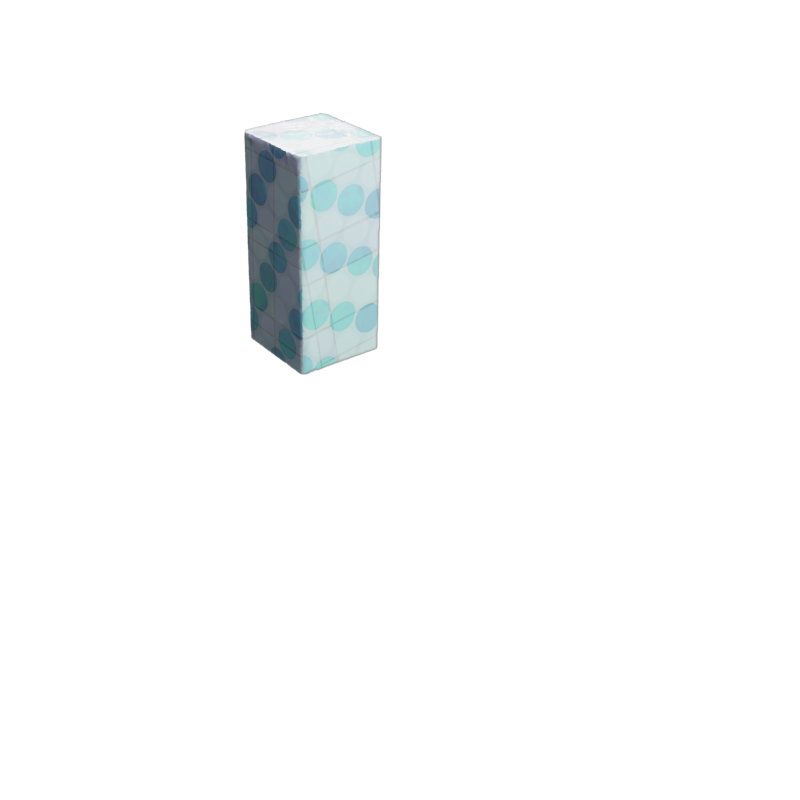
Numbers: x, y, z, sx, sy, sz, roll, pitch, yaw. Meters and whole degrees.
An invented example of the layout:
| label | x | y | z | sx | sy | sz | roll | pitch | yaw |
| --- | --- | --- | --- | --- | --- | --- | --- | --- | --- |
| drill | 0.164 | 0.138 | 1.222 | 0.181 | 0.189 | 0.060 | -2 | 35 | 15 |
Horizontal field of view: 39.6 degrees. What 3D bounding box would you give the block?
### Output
| label | x | y | z | sx | sy | sz | roll | pitch | yaw |
| --- | --- | --- | --- | --- | --- | --- | --- | --- | --- |
| block | -0.079 | -0.142 | 0.998 | 0.089 | 0.195 | 0.097 | -18 | 32 | -34 |
